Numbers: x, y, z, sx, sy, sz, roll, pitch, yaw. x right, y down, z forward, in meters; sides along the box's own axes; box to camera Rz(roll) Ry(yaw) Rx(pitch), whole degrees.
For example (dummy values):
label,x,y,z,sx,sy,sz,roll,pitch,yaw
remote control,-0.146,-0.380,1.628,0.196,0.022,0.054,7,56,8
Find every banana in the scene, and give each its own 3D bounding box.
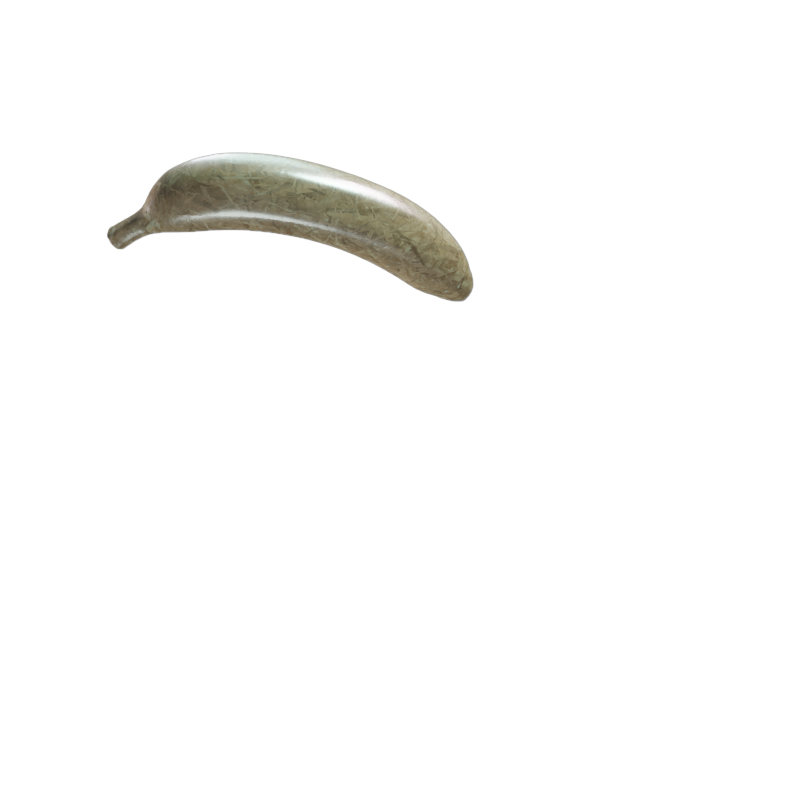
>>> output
label,x,y,z,sx,sy,sz,roll,pitch,yaw
banana,-0.040,-0.087,0.548,0.191,0.039,0.068,9,-26,-21
